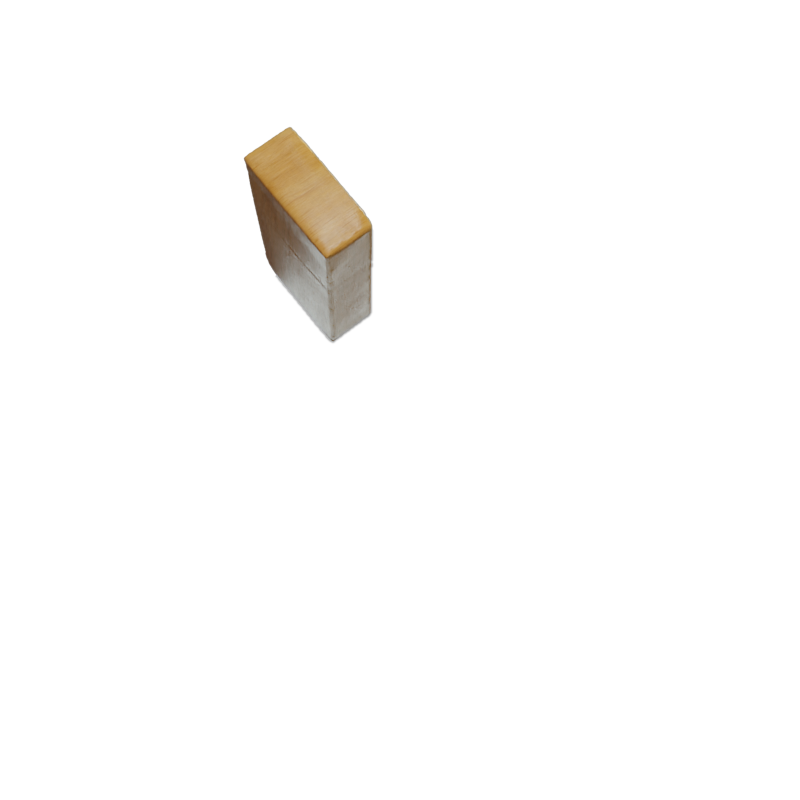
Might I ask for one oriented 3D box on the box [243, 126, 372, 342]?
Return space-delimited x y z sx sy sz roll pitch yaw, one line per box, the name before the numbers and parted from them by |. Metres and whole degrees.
box | -0.061 -0.113 0.790 0.048 0.097 0.169 -35 -13 -13
